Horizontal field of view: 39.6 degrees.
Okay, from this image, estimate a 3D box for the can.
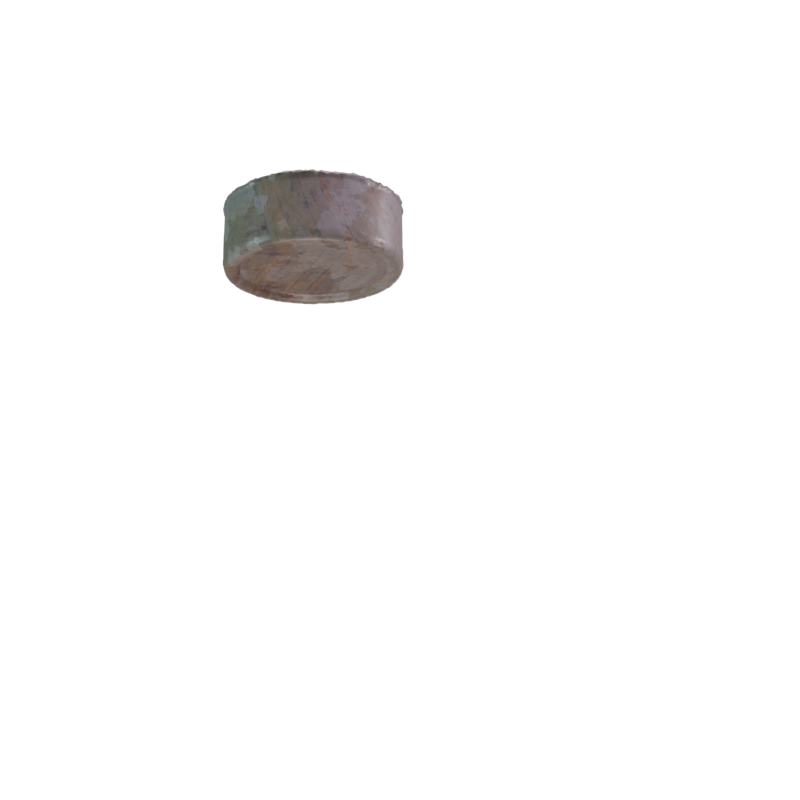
[{"bbox_3d":[-0.041,-0.075,0.522,0.086,0.035,0.082,0,-17,-2],"label":"can"}]
